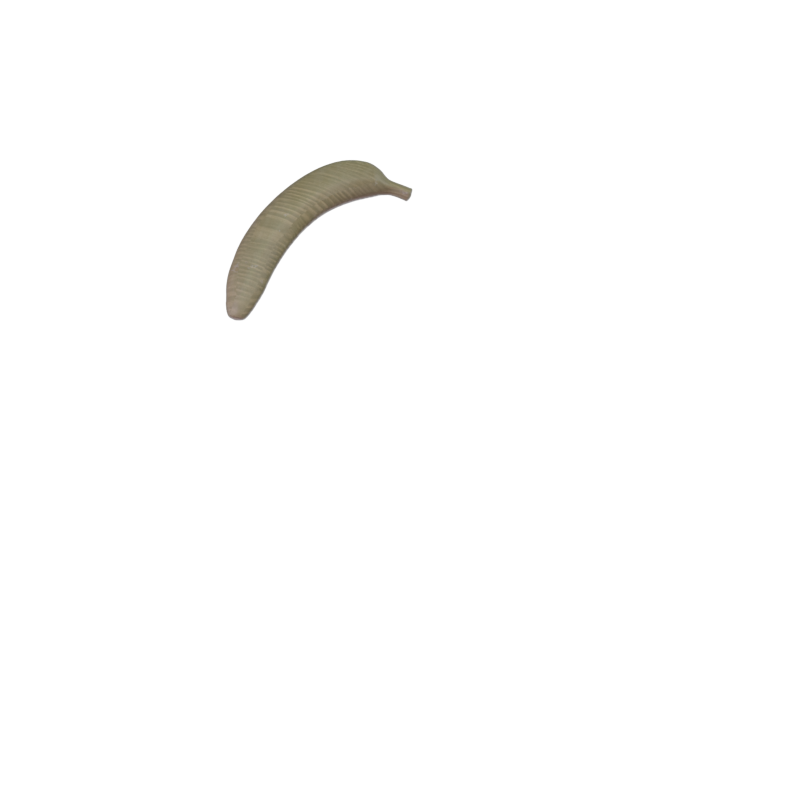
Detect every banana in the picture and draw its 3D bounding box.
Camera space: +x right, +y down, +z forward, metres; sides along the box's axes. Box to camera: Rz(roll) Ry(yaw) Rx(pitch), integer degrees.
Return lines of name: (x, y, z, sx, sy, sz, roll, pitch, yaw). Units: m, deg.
banana: (-0.082, -0.148, 0.934, 0.199, 0.073, 0.035, -39, -19, -18)
